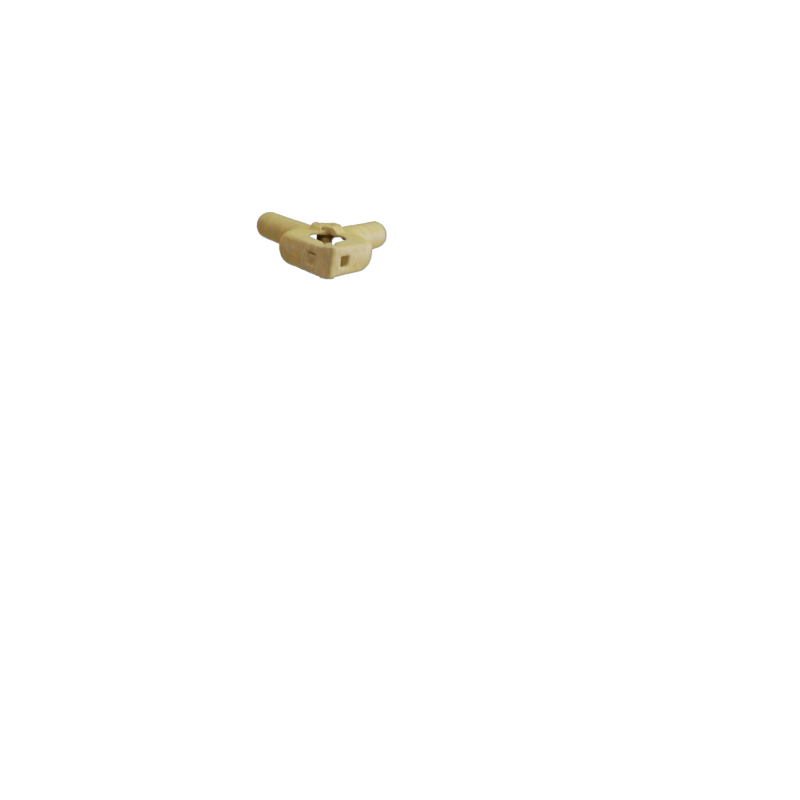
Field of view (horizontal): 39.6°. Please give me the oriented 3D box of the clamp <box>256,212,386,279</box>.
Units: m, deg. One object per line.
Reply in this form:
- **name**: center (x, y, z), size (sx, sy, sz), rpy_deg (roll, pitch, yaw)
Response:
- **clamp**: center (-0.076, -0.139, 0.971), size (0.121, 0.038, 0.175), rpy_deg (1, 15, 4)
